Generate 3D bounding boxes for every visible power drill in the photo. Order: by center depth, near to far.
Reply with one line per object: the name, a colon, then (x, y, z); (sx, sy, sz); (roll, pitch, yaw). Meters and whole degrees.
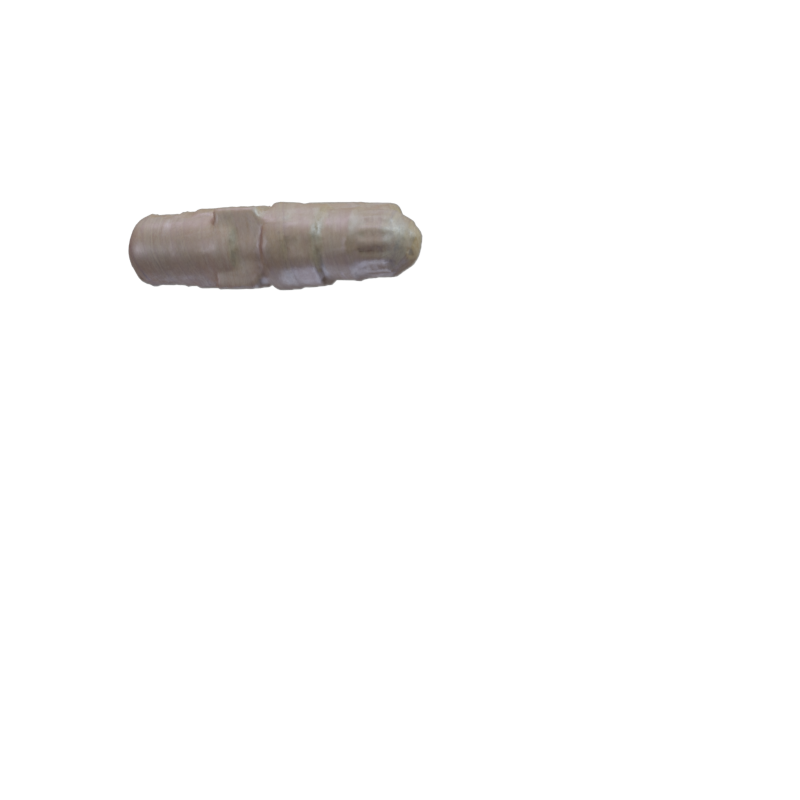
power drill: (-0.057, -0.103, 0.724); (0.189, 0.057, 0.184); (3, 8, 19)
